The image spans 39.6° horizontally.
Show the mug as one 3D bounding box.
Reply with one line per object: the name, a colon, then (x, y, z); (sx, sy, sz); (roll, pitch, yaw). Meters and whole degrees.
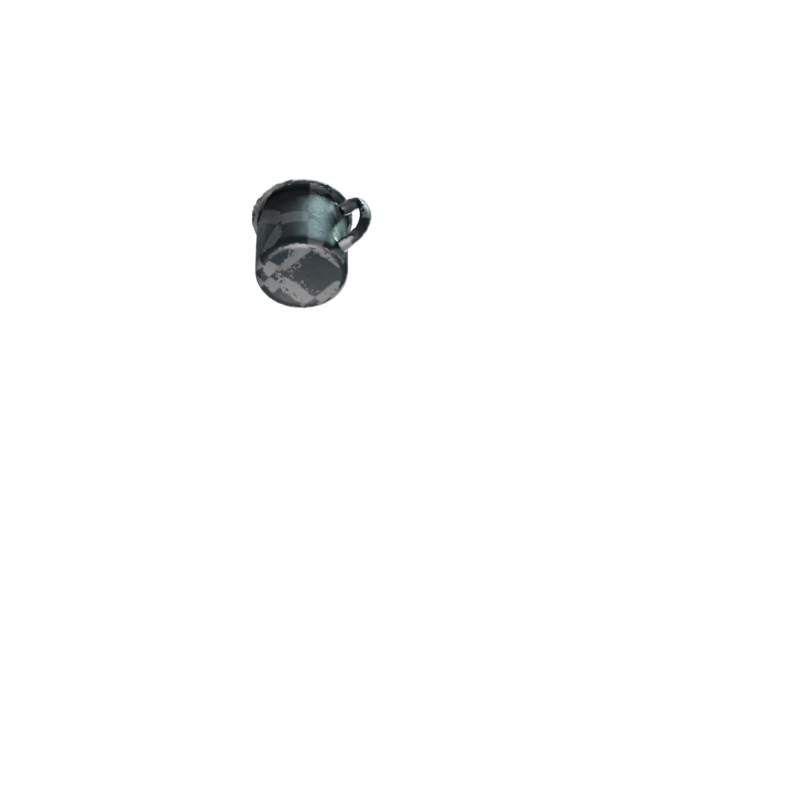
mug: (-0.077, -0.141, 0.985); (0.118, 0.087, 0.086); (-22, -49, 19)
